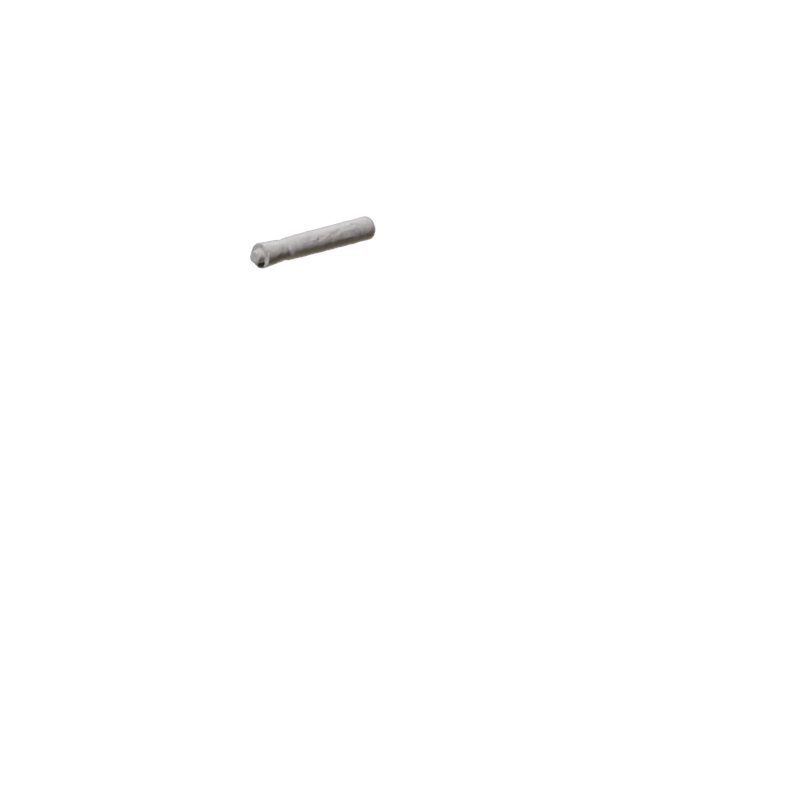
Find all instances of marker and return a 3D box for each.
[{"bbox_3d":[-0.065,-0.118,0.825,0.021,0.019,0.119,4,19,42],"label":"marker"}]
